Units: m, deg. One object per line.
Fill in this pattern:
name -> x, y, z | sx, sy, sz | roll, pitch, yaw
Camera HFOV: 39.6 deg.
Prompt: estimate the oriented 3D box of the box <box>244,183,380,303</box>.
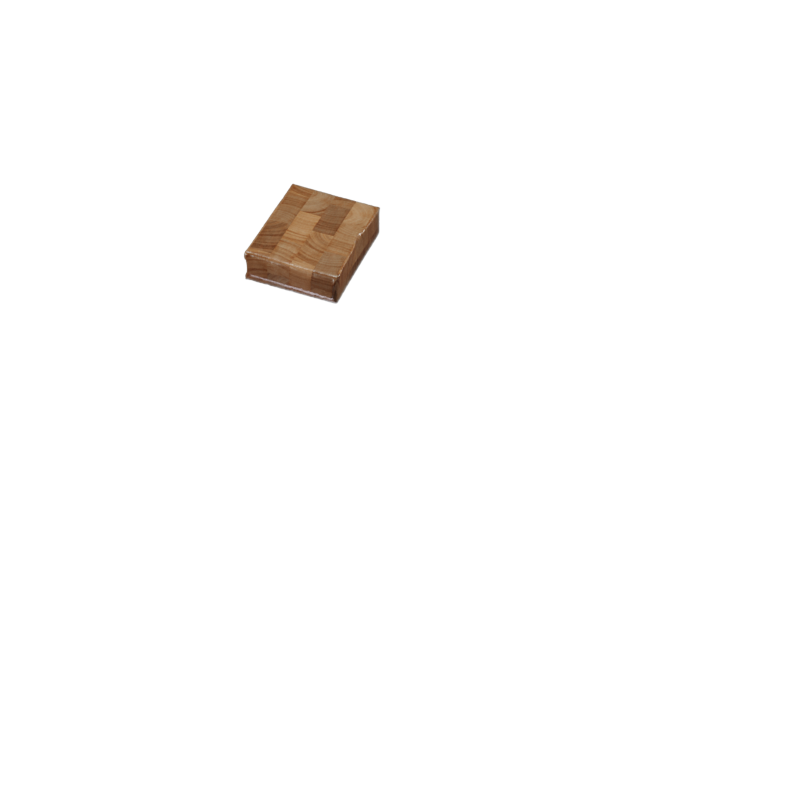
box -> -0.064, -0.116, 0.817 | 0.075, 0.028, 0.093 | 16, 47, 15
